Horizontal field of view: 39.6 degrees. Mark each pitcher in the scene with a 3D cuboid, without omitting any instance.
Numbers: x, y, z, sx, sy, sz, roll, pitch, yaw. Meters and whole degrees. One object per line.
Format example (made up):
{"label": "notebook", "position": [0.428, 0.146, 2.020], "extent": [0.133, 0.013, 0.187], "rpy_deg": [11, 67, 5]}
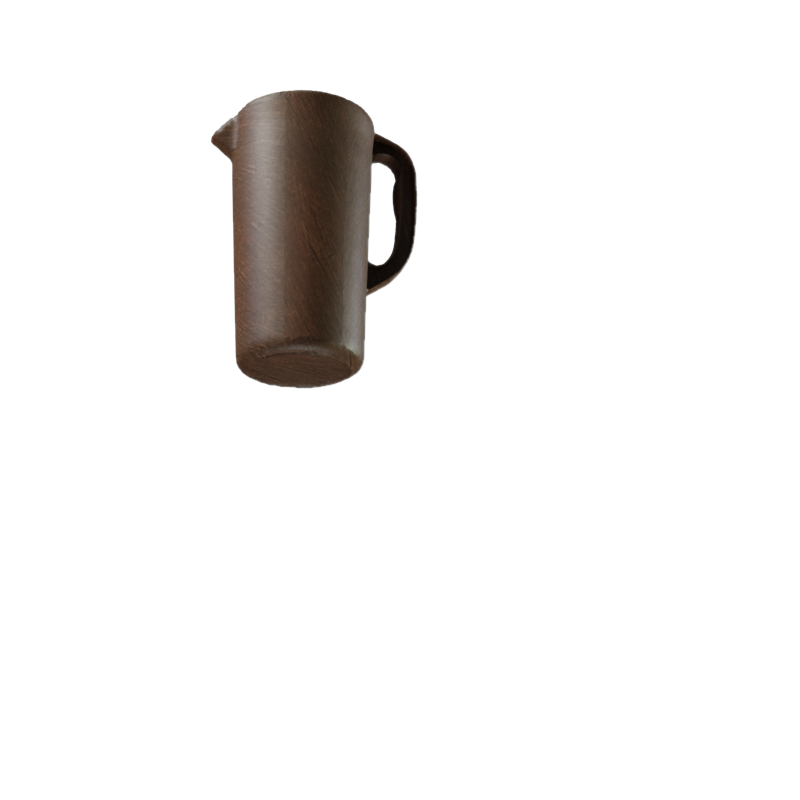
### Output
{"label": "pitcher", "position": [-0.076, -0.139, 0.977], "extent": [0.152, 0.256, 0.135], "rpy_deg": [-14, -26, 27]}
